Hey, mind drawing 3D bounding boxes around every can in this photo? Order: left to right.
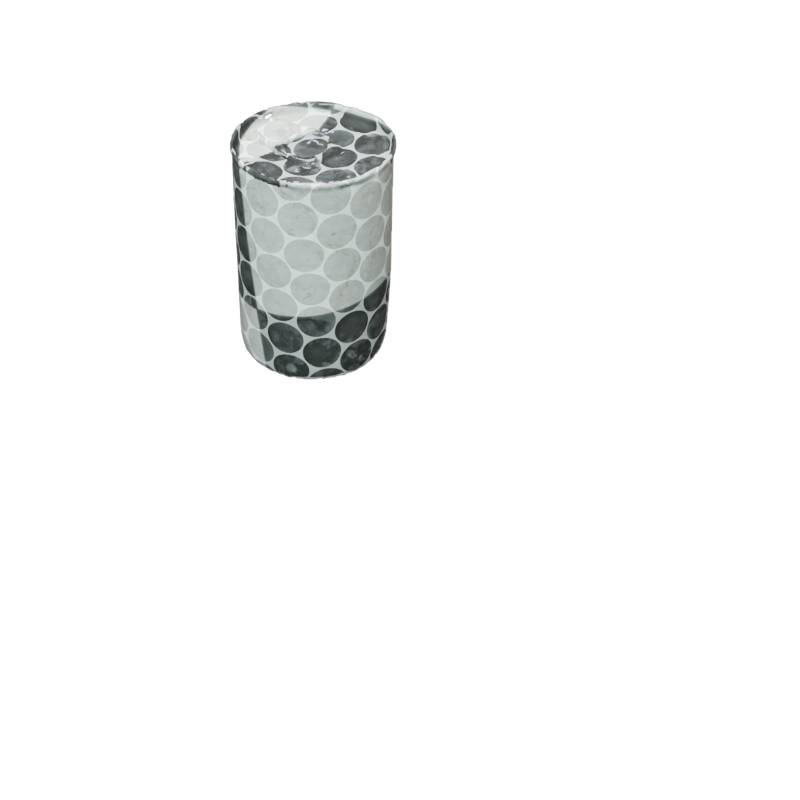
[{"bbox_3d":[-0.038,-0.068,0.480,0.068,0.095,0.073,0,39,-3],"label":"can"}]
